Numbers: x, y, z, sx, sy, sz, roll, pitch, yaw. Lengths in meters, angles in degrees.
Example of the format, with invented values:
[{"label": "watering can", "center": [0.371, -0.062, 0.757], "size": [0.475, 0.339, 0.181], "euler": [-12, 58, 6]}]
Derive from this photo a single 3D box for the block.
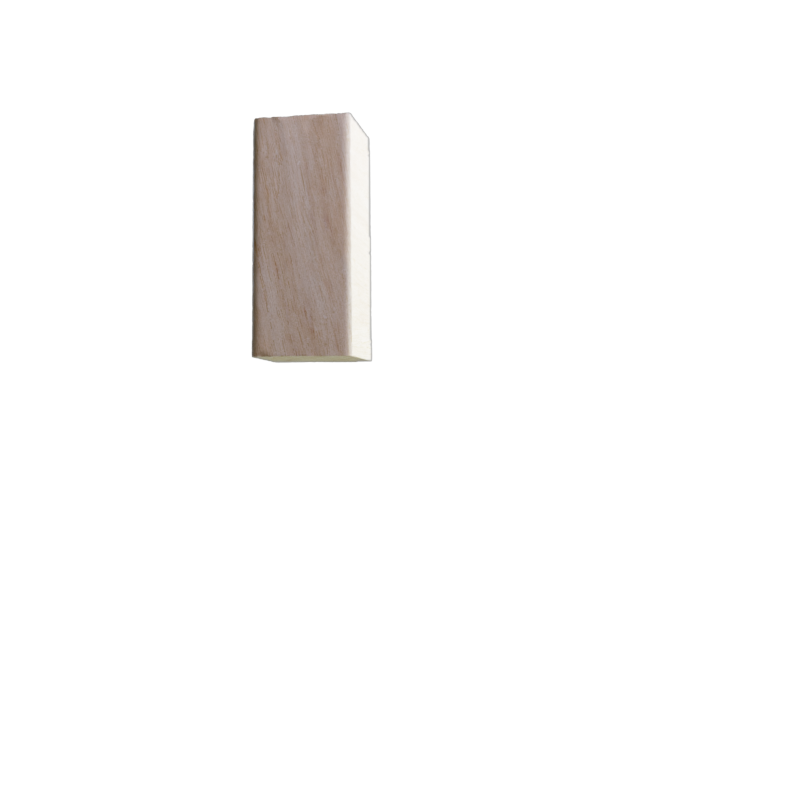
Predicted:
[{"label": "block", "center": [-0.077, -0.139, 0.974], "size": [0.091, 0.211, 0.088], "euler": [-2, -8, 10]}]
